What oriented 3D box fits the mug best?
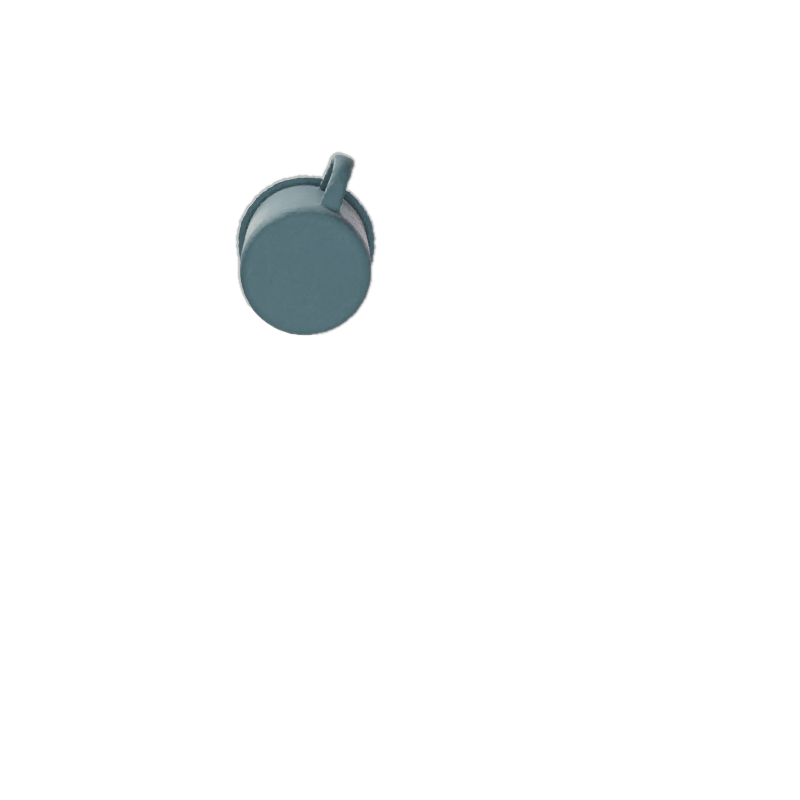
[{"bbox_3d":[-0.055,-0.101,0.707,0.092,0.115,0.085,23,14,-9],"label":"mug"}]
